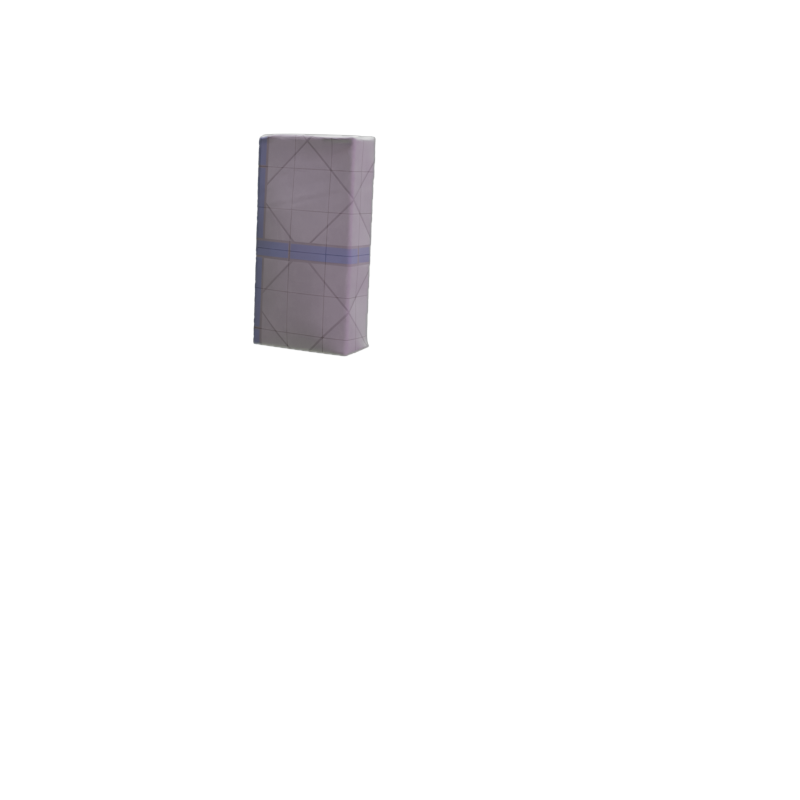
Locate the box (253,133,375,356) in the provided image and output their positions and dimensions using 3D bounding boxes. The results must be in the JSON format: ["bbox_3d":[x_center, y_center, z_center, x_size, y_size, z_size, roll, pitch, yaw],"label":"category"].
[{"bbox_3d":[-0.072,-0.130,0.911,0.097,0.173,0.047,5,9,29],"label":"box"}]
